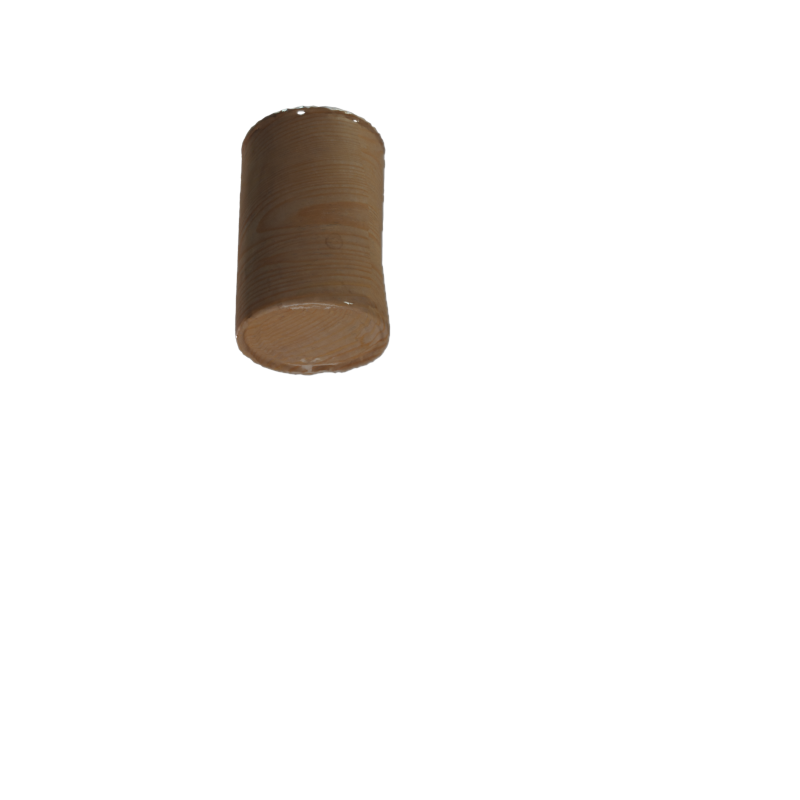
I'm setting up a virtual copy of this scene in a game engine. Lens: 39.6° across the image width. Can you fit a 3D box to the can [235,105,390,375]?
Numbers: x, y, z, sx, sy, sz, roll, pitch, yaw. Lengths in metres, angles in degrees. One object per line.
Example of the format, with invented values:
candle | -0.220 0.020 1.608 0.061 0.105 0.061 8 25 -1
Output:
can | -0.039 -0.071 0.495 0.068 0.109 0.064 0 -30 -2
